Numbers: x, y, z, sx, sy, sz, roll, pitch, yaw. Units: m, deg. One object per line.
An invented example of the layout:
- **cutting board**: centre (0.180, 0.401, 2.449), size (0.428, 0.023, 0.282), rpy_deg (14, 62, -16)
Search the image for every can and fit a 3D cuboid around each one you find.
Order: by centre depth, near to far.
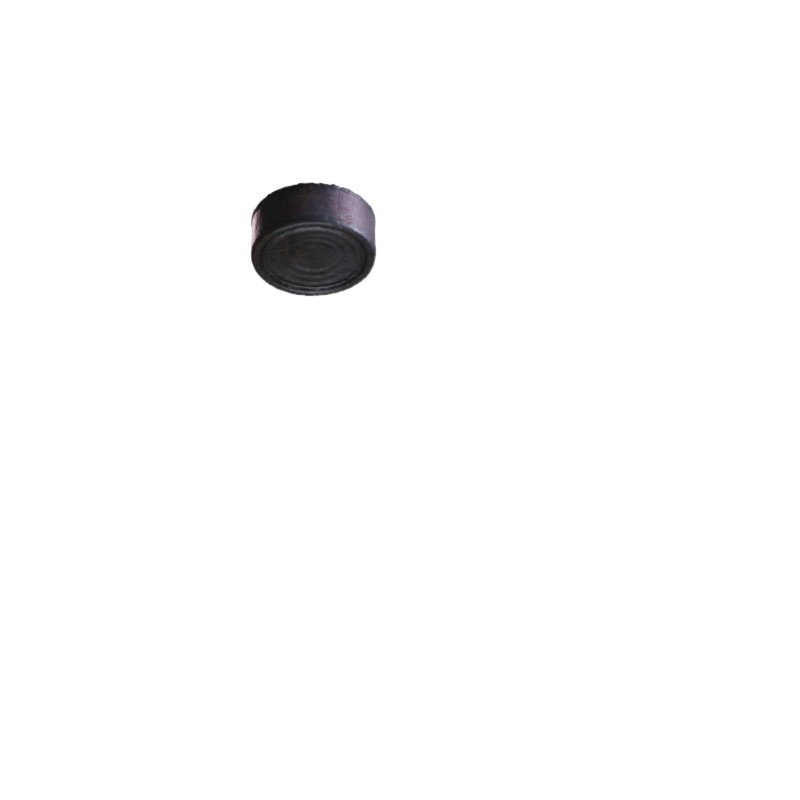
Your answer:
- **can**: centre (-0.059, -0.107, 0.751), size (0.086, 0.036, 0.080), rpy_deg (1, -33, -2)
